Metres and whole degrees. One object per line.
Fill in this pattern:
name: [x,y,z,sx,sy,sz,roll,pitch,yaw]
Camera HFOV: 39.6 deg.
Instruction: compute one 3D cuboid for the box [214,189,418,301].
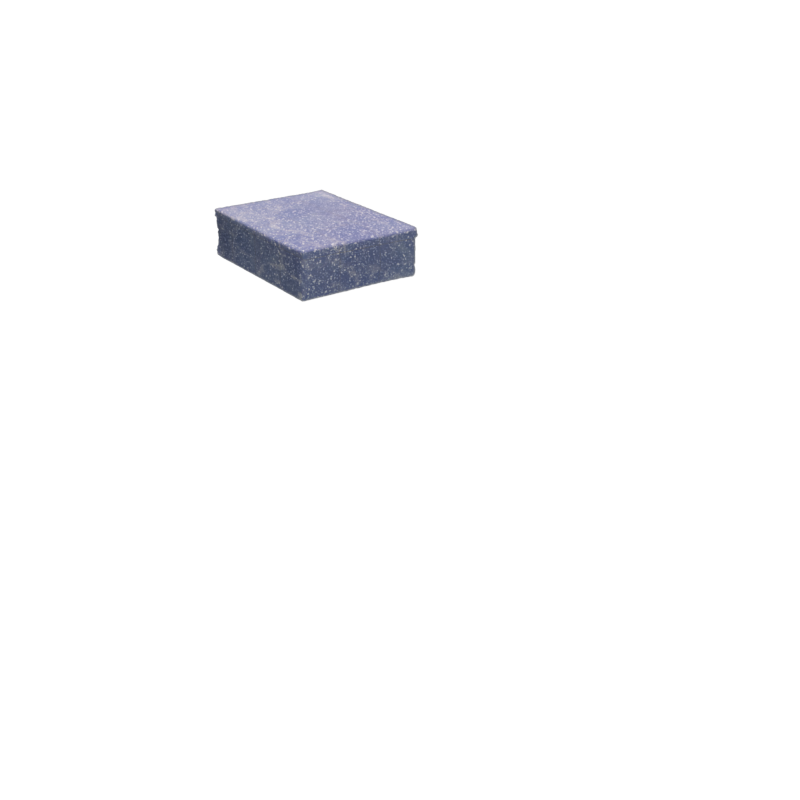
box: [-0.057,-0.105,0.735,0.088,0.037,0.121,-15,27,-33]
